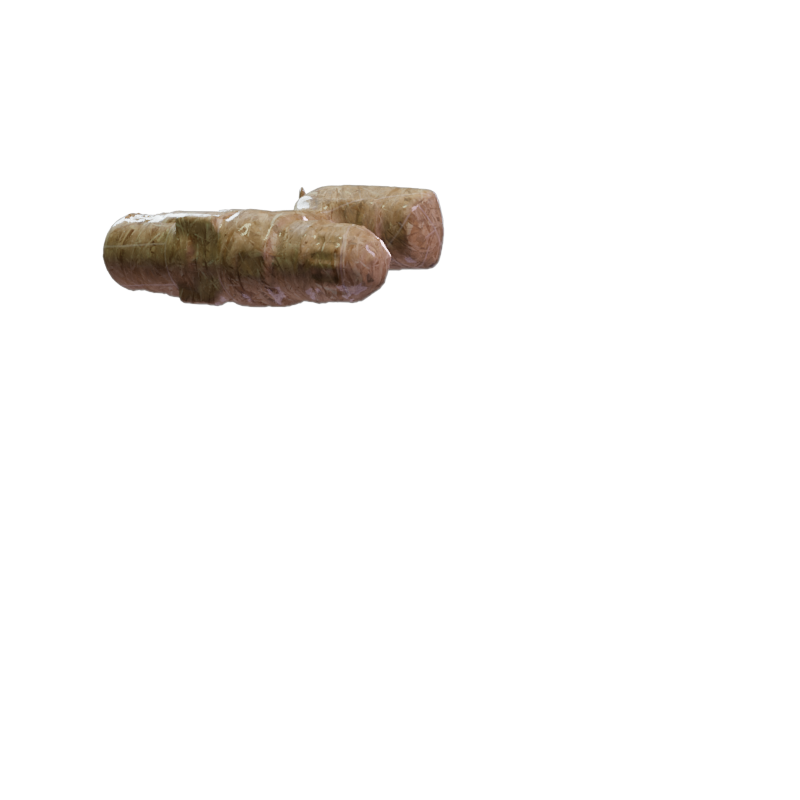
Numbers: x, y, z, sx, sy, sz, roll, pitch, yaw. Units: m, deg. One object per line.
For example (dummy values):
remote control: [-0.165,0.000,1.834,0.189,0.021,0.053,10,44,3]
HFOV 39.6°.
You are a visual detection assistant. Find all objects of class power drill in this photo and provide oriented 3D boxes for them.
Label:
power drill: [-0.051,-0.093,0.653,0.193,0.056,0.184,9,16,33]
